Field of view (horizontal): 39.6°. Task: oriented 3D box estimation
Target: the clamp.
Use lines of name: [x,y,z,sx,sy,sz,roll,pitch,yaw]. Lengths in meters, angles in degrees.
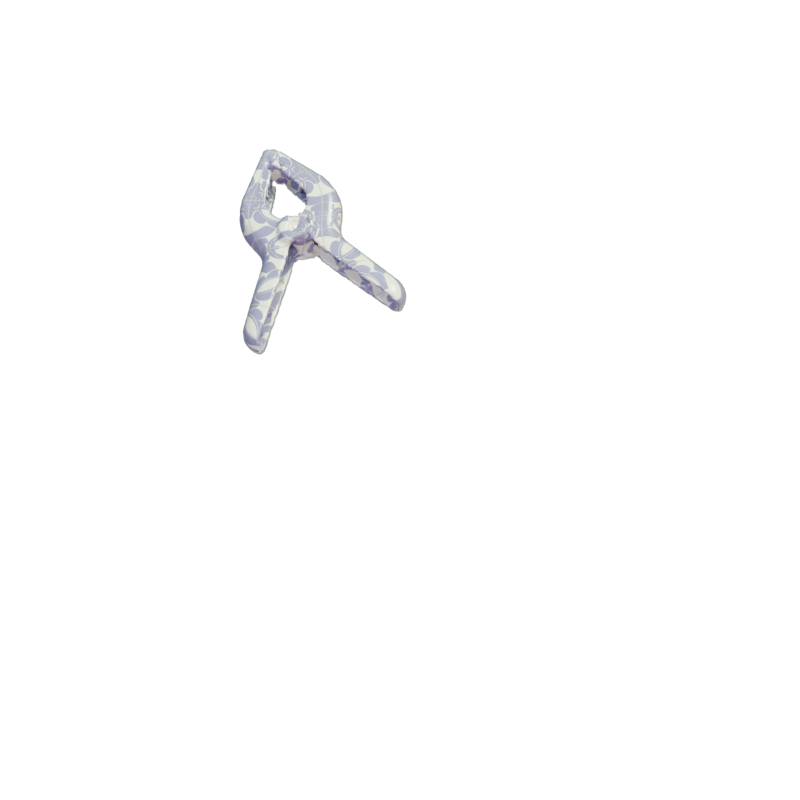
clamp: [-0.065,-0.119,0.836,0.119,0.183,0.037,-8,-29,-5]
